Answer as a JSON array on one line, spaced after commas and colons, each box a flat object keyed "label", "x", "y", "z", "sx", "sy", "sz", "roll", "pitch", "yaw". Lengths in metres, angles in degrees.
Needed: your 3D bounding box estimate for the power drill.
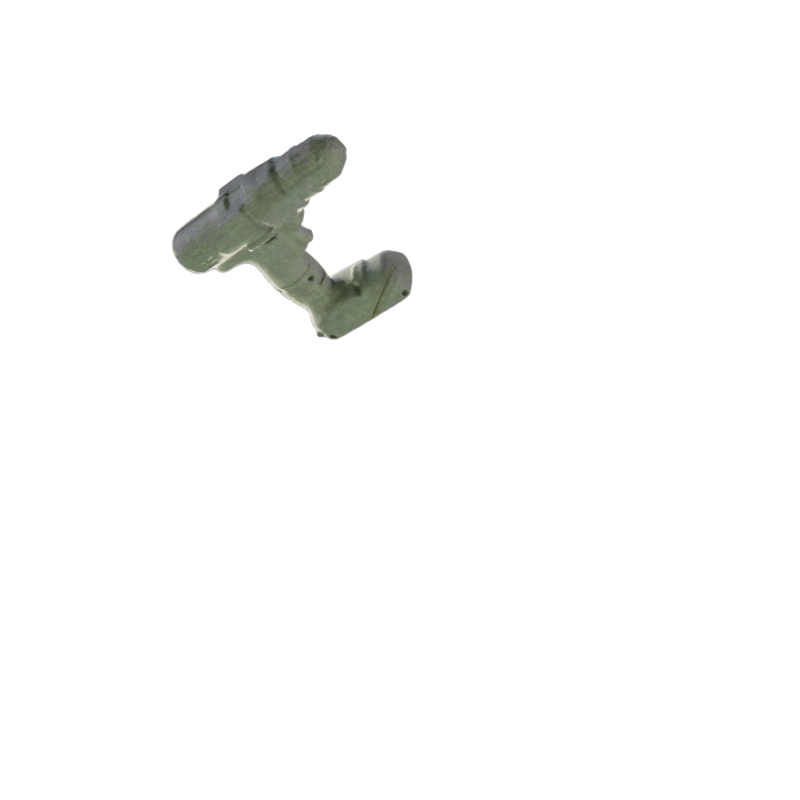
[{"label": "power drill", "x": -0.075, "y": -0.137, "z": 0.961, "sx": 0.184, "sy": 0.062, "sz": 0.175, "roll": -29, "pitch": -47, "yaw": 31}]
